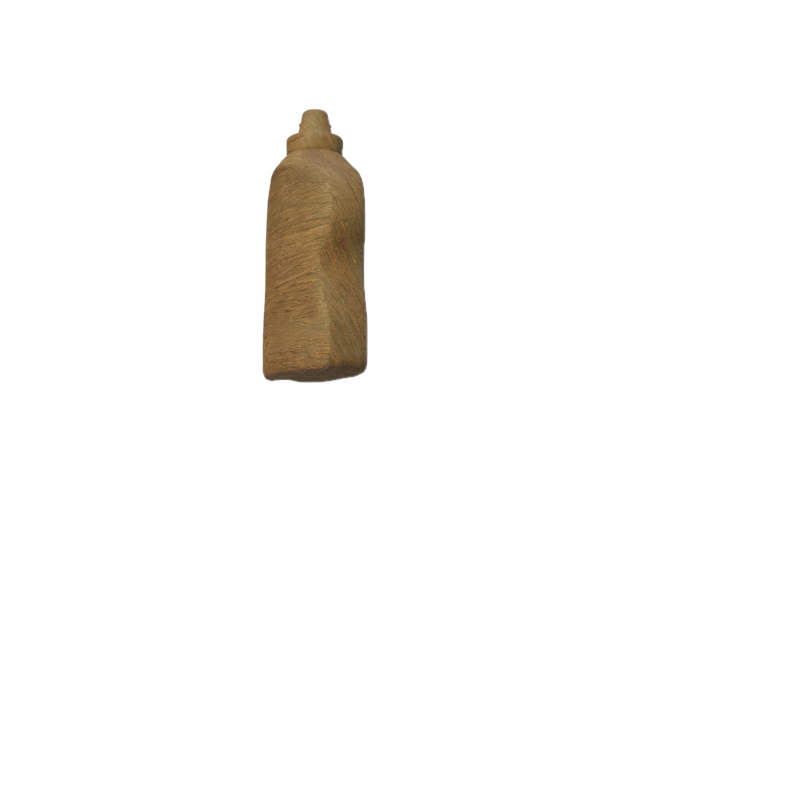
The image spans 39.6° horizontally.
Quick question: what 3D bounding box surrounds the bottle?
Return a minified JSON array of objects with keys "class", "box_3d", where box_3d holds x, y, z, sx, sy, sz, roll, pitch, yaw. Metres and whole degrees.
[{"class":"bottle","box_3d":[-0.061,-0.111,0.780,0.056,0.197,0.097,6,-13,-30]}]
